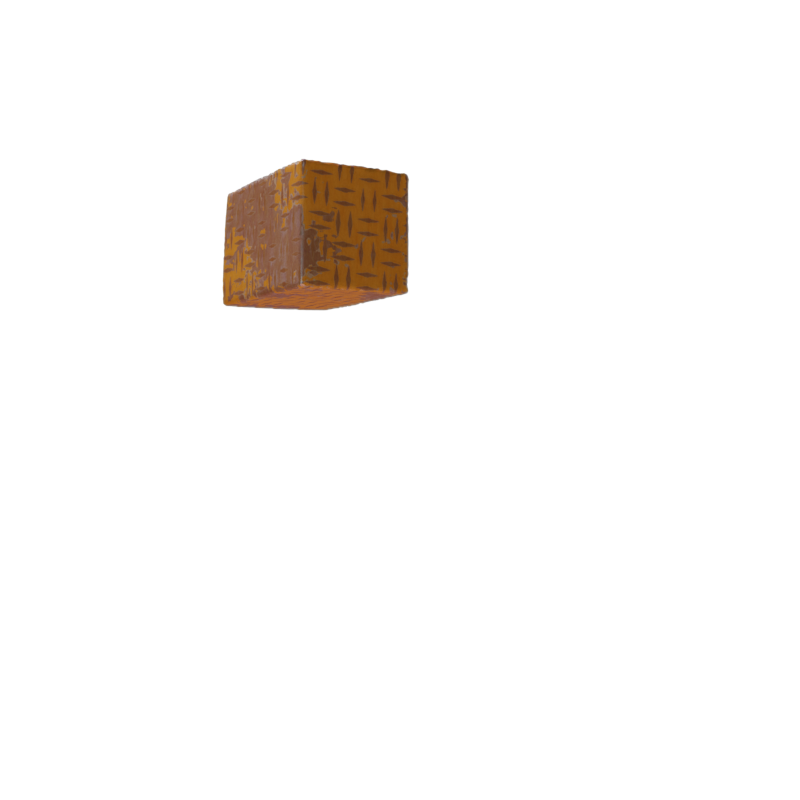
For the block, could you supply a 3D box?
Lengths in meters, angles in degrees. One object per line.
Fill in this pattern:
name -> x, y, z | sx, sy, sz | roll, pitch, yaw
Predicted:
block -> -0.037, -0.068, 0.479 | 0.051, 0.052, 0.080 | 3, -6, -31
